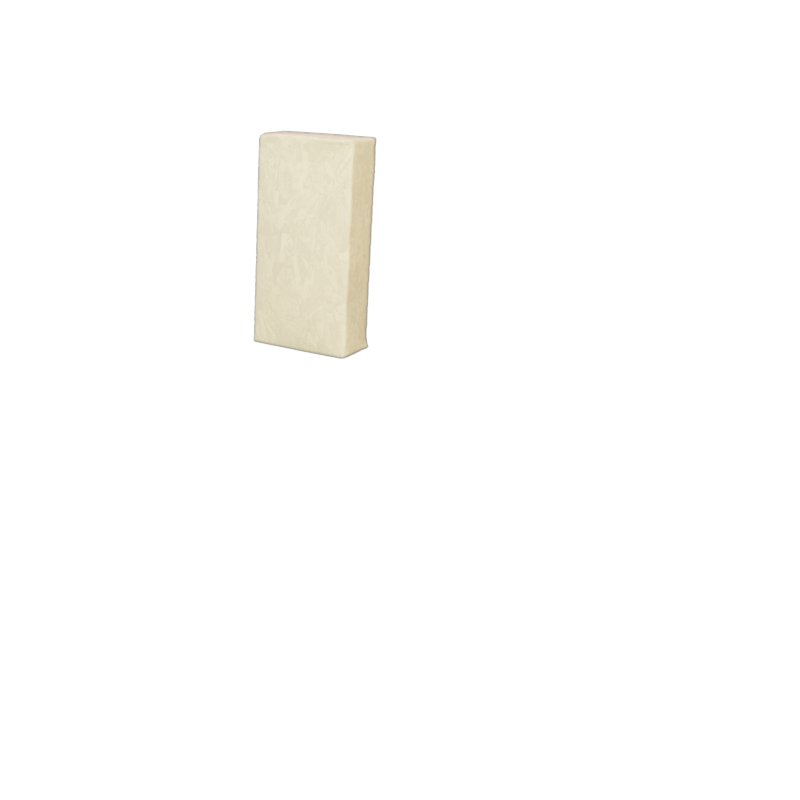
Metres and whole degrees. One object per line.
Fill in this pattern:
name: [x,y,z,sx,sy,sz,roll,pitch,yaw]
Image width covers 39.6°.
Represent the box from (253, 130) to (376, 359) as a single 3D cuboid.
box: [-0.071,-0.129,0.906,0.097,0.172,0.047,8,14,31]
